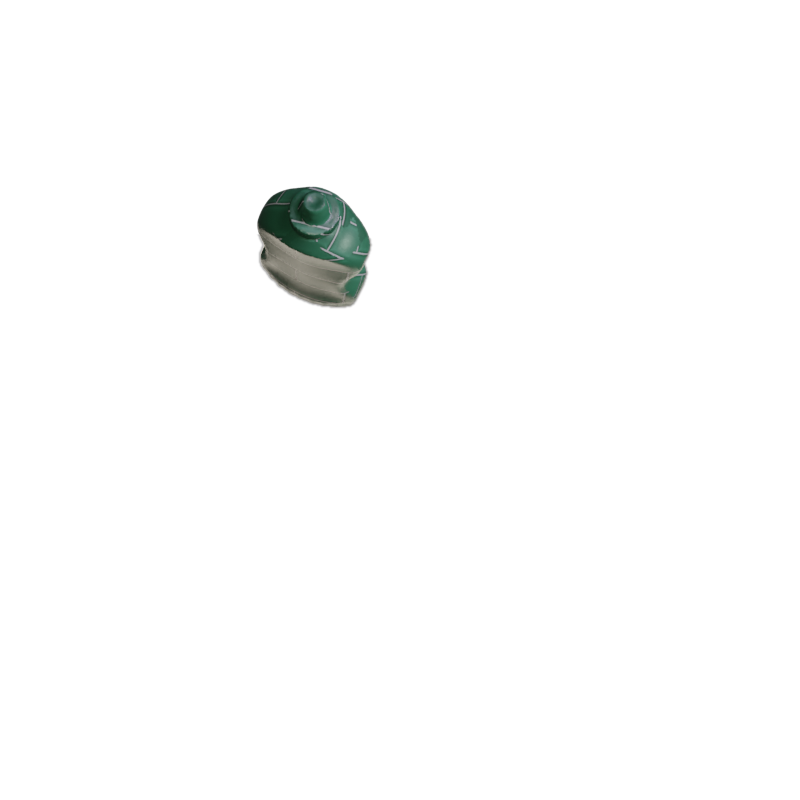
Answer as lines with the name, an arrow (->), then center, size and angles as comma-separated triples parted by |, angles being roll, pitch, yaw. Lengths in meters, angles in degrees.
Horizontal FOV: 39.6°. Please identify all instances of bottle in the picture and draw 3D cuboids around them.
bottle -> -0.073, -0.134, 0.935 | 0.097, 0.060, 0.185 | 27, -12, 2
